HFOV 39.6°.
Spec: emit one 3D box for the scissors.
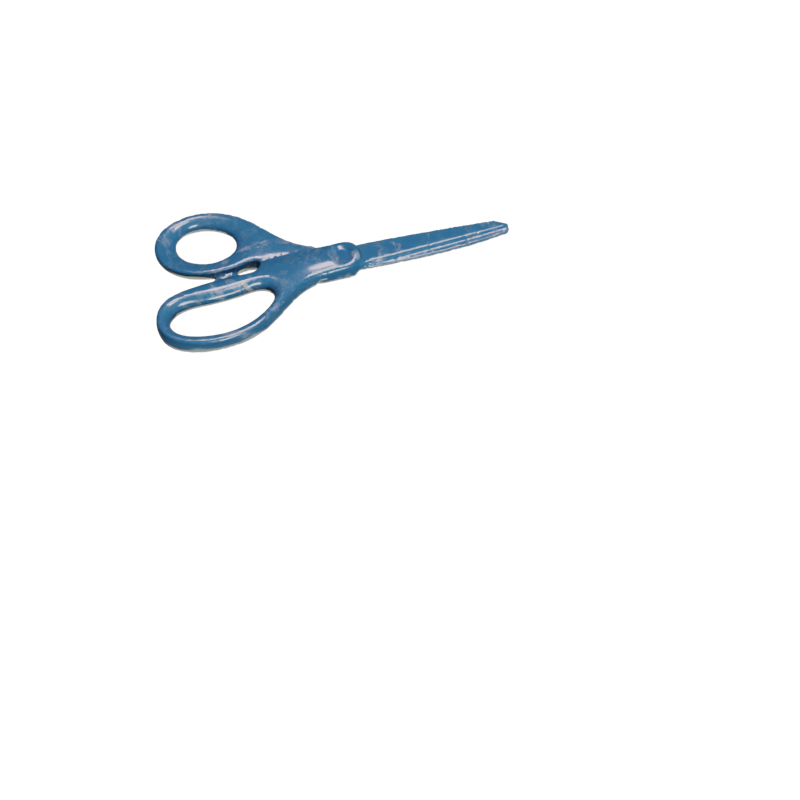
[{"bbox_3d":[-0.049,-0.089,0.620,0.201,0.103,0.015,-26,-32,-18],"label":"scissors"}]
